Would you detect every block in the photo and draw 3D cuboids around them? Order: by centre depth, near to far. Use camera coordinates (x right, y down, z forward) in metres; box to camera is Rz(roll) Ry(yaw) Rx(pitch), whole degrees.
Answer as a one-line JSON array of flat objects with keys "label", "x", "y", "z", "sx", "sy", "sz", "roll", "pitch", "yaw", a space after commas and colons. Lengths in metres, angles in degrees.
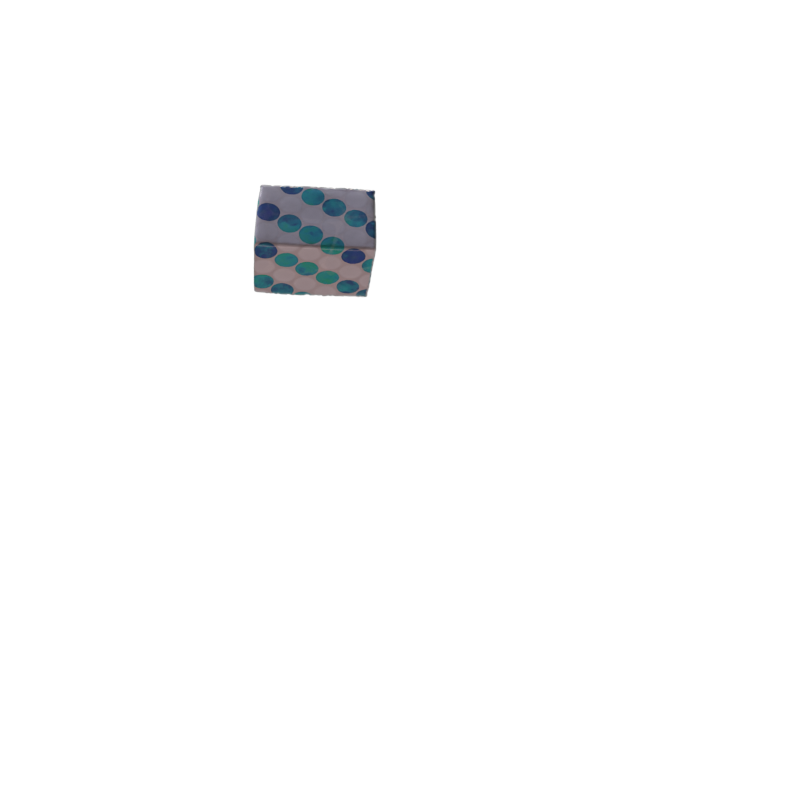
[{"label": "block", "x": -0.057, "y": -0.104, "z": 0.725, "sx": 0.077, "sy": 0.055, "sz": 0.049, "roll": 2, "pitch": -35, "yaw": -5}]
